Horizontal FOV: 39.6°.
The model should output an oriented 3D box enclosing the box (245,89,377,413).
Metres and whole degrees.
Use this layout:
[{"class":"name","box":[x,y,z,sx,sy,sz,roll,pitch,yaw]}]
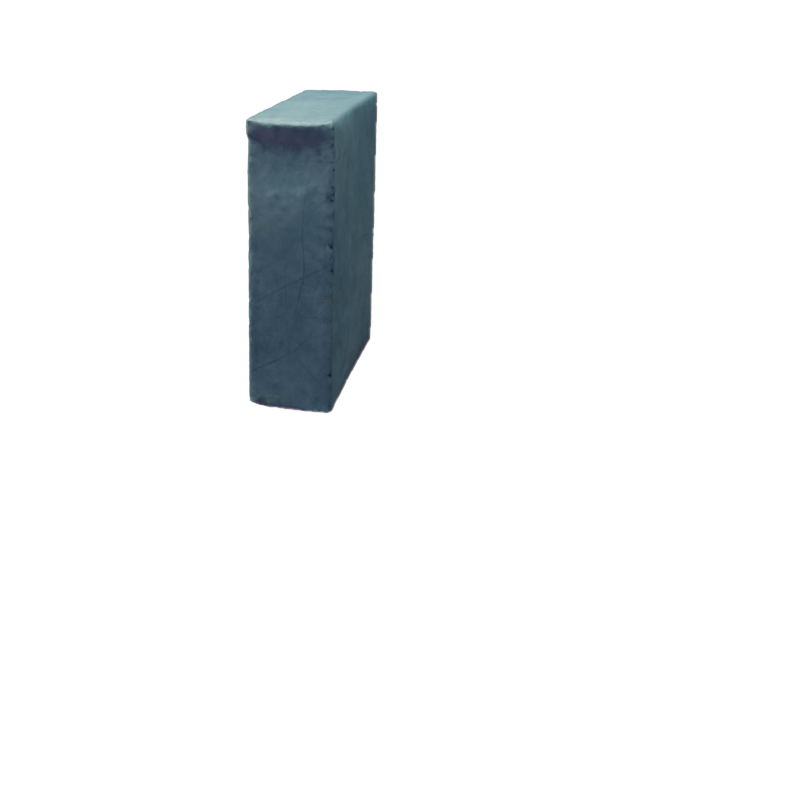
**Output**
[{"class":"box","box":[-0.066,-0.121,0.848,0.073,0.206,0.168,4,18,9]}]
